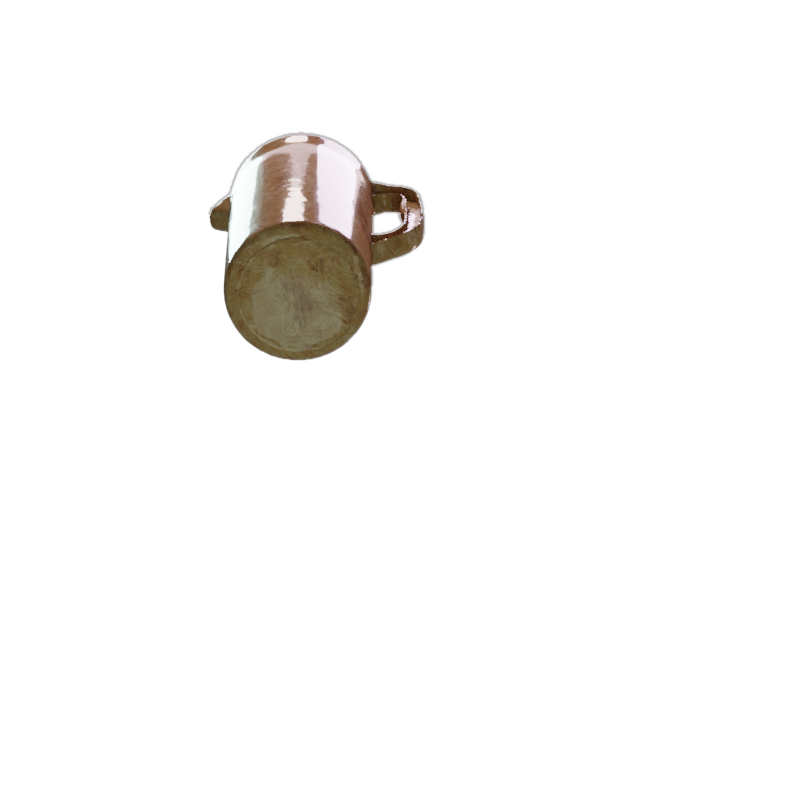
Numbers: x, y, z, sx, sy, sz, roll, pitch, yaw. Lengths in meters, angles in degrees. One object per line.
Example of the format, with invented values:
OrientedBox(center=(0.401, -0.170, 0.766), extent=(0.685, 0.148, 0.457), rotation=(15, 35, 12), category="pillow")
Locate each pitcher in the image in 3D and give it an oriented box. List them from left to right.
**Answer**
OrientedBox(center=(-0.071, -0.129, 0.906), extent=(0.140, 0.147, 0.255), rotation=(38, 17, -18), category="pitcher")
